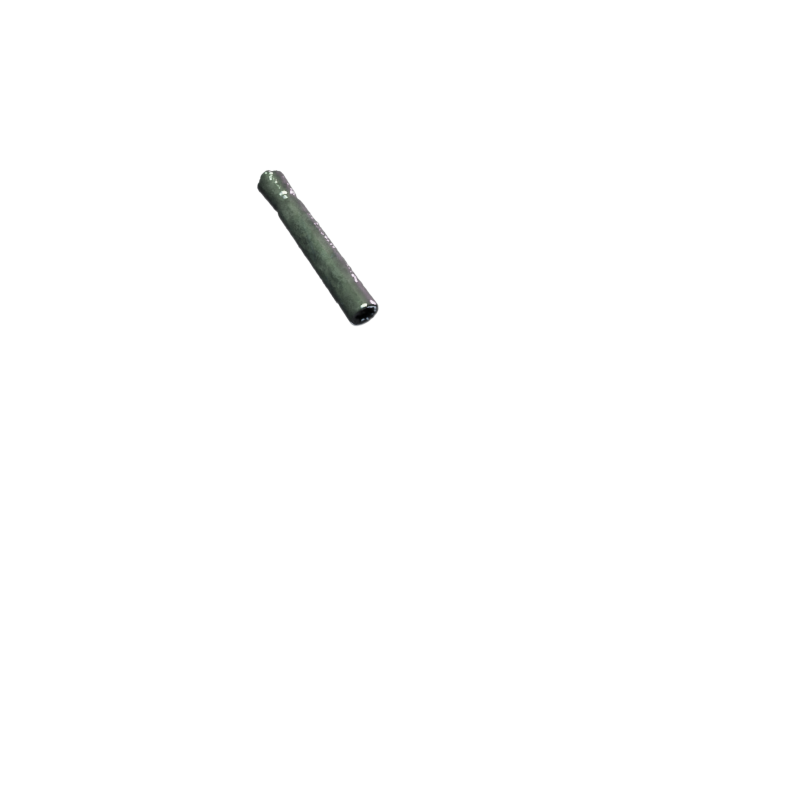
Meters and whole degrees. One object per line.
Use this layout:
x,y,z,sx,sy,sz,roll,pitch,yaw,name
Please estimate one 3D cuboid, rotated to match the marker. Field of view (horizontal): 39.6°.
-0.052,-0.094,0.660,0.019,0.130,0.019,-2,-43,-43,marker
